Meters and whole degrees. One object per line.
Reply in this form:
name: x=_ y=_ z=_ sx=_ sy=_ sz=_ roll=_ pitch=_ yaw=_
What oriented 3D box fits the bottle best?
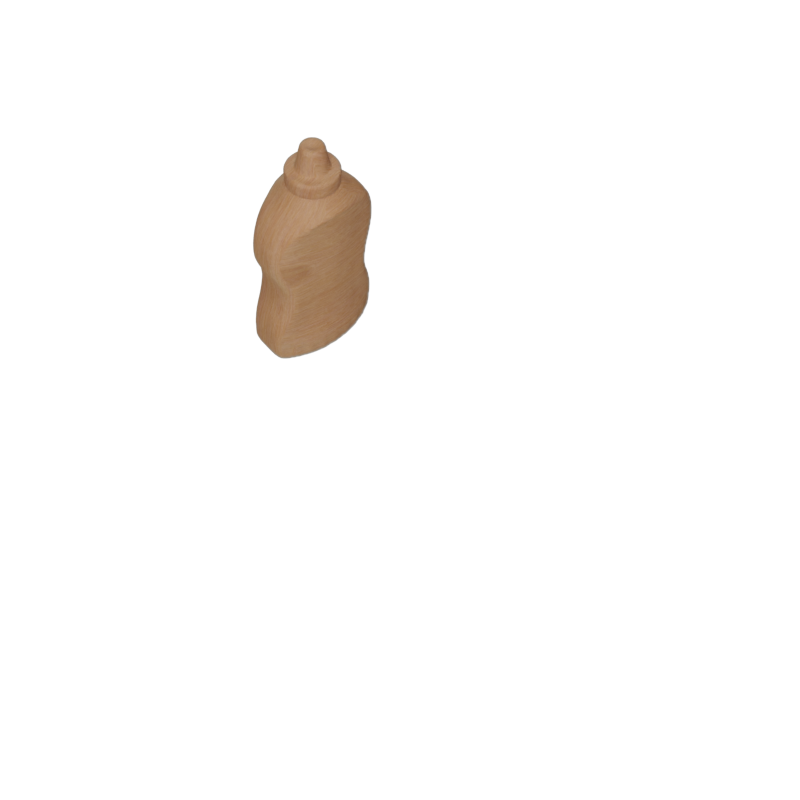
bottle: x=-0.065 y=-0.118 z=0.826 sx=0.096 sy=0.062 sz=0.179 roll=-32 pitch=-30 yaw=-25
